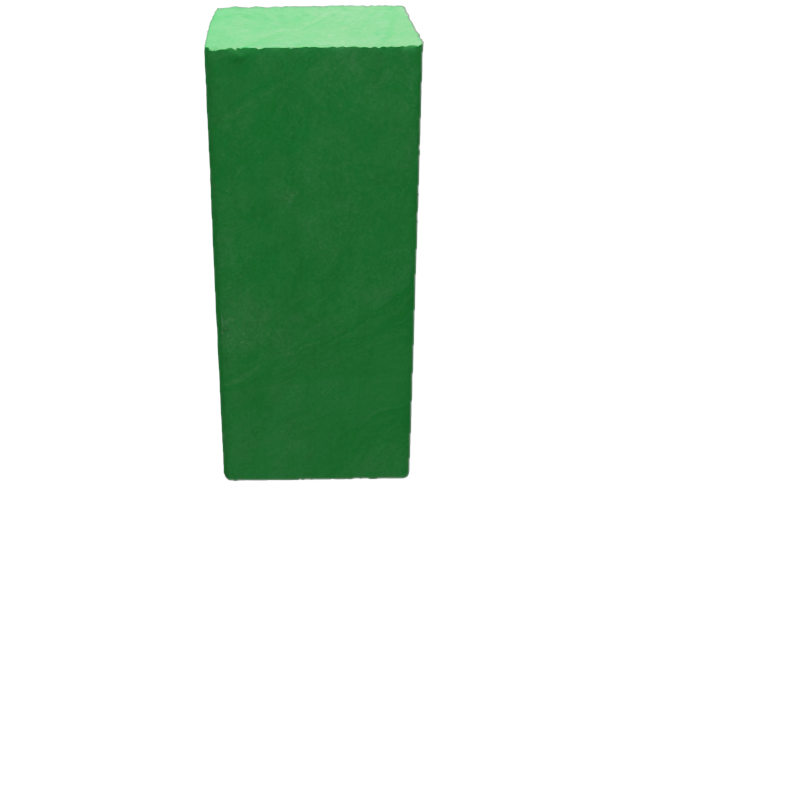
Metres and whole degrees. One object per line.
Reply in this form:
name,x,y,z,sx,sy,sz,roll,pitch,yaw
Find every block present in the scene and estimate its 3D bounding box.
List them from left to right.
block,-0.041,-0.074,0.521,0.090,0.196,0.095,0,25,-4
